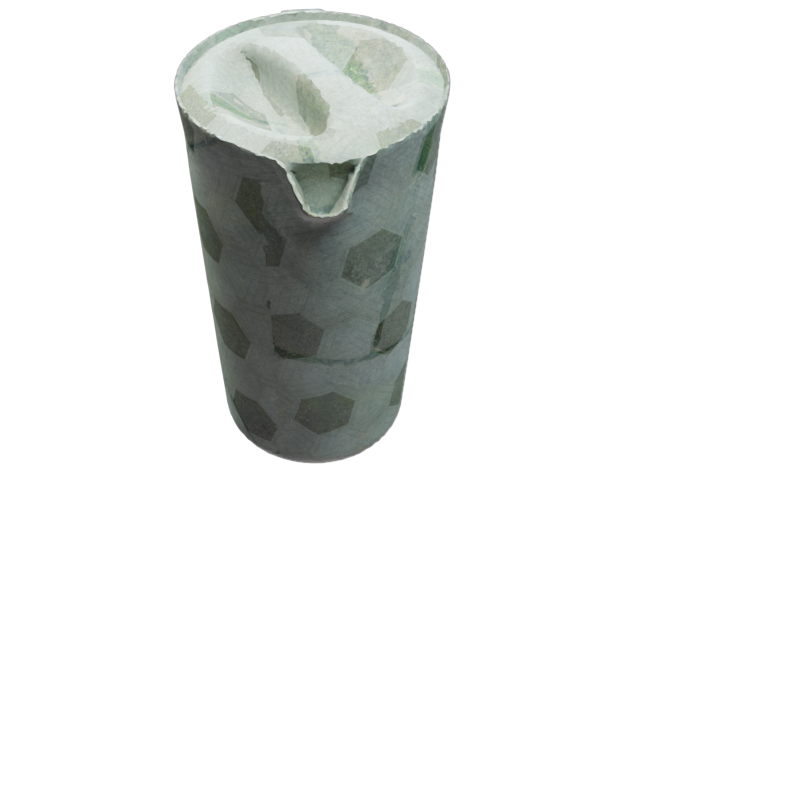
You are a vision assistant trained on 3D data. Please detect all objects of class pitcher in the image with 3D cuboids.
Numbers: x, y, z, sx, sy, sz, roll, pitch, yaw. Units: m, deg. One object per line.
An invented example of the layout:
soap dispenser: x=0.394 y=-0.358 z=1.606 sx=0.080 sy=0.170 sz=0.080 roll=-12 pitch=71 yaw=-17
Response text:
pitcher: x=-0.048 y=-0.088 z=0.617 sx=0.153 sy=0.226 sz=0.151 roll=30 pitch=50 yaw=25
